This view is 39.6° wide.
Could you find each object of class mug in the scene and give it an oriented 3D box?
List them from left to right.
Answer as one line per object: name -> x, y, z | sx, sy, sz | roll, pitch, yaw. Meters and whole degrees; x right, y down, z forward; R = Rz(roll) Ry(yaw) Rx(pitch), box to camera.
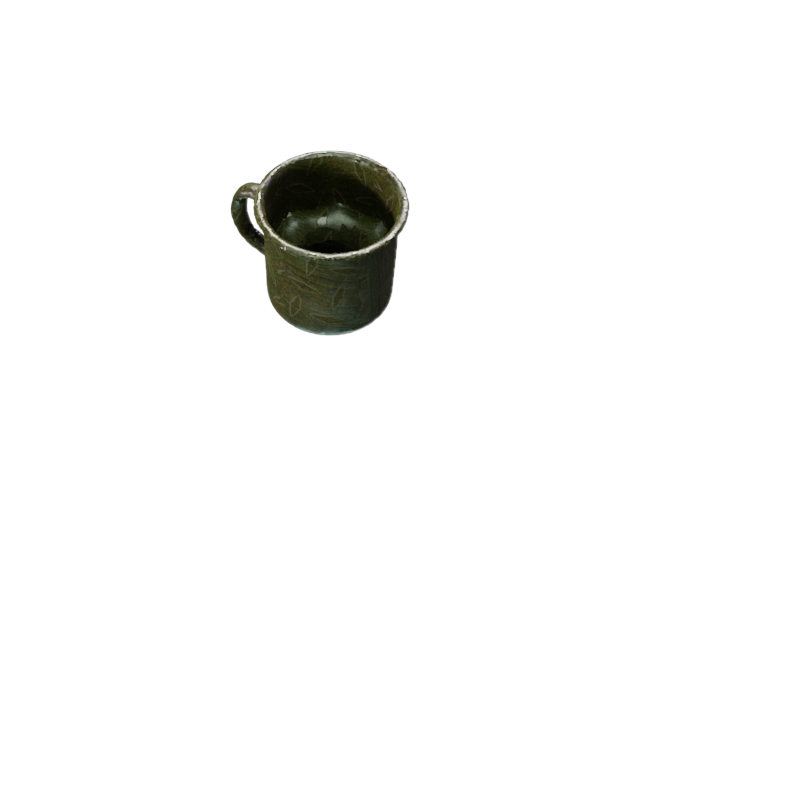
mug -> -0.054, -0.099, 0.693 | 0.121, 0.097, 0.076 | 21, -37, 15
